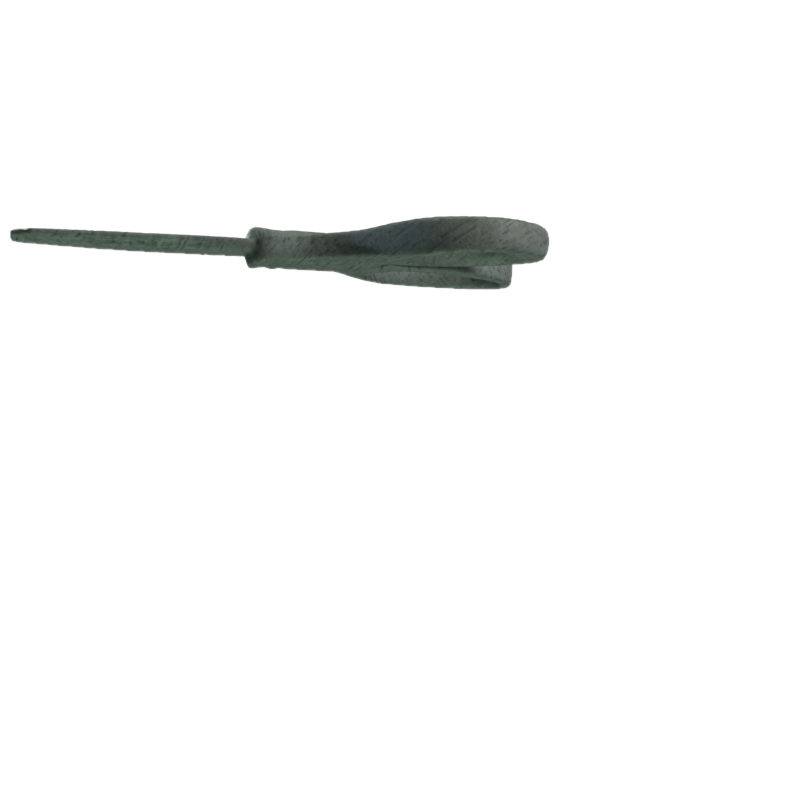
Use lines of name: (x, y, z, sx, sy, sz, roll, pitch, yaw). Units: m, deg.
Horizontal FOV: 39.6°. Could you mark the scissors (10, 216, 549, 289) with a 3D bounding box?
scissors: (-0.032, -0.059, 0.411, 0.194, 0.016, 0.098, 2, -5, -30)
